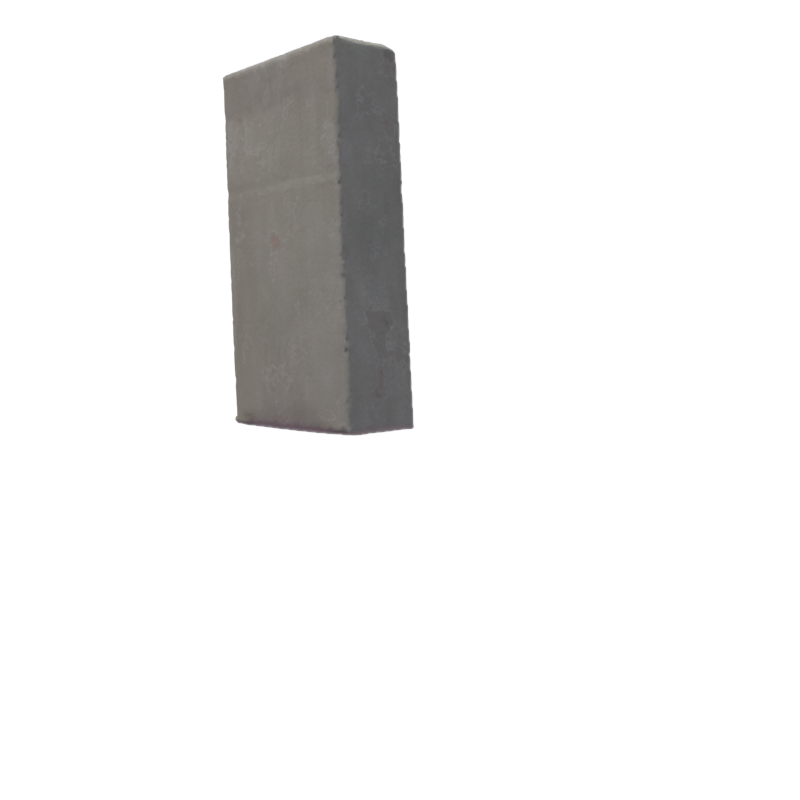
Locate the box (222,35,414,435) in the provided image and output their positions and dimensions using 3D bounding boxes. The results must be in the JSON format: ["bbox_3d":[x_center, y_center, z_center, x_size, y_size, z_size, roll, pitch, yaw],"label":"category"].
[{"bbox_3d":[-0.041,-0.075,0.527,0.046,0.178,0.096,4,-6,-40],"label":"box"}]
